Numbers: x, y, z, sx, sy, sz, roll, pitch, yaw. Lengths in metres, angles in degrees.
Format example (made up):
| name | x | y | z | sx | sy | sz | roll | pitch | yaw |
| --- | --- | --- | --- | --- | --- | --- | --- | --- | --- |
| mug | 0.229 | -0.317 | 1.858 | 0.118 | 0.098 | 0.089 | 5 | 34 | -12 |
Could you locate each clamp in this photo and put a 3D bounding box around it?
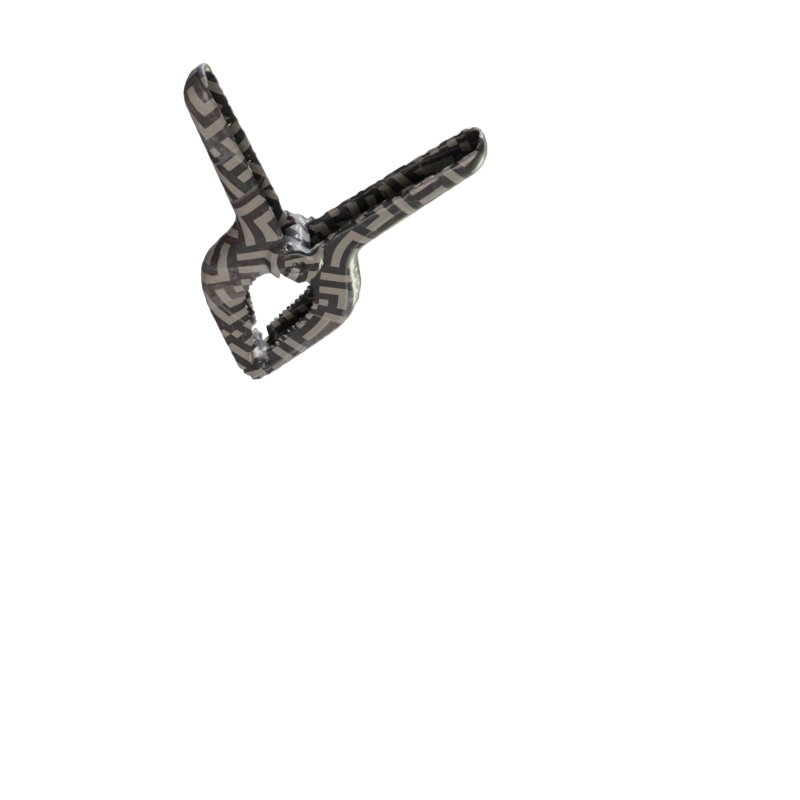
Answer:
| name | x | y | z | sx | sy | sz | roll | pitch | yaw |
| --- | --- | --- | --- | --- | --- | --- | --- | --- | --- |
| clamp | -0.050 | -0.091 | 0.636 | 0.163 | 0.198 | 0.039 | 8 | 43 | -8 |
